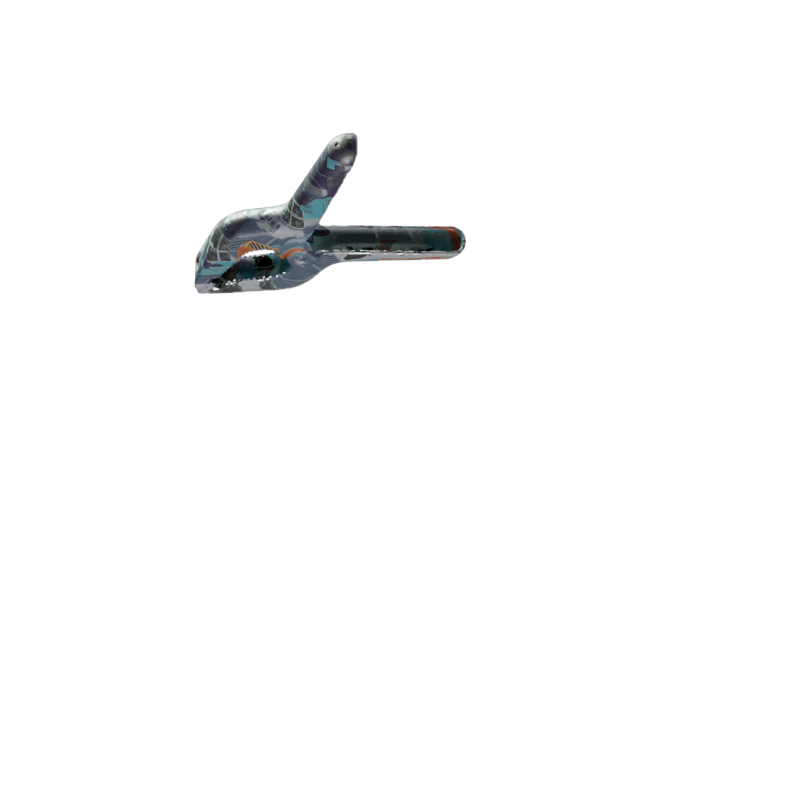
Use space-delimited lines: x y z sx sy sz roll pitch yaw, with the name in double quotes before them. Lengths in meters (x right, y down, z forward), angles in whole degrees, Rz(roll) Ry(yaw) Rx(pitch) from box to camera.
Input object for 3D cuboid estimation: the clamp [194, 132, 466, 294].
"clamp" -0.066 -0.121 0.845 0.211 0.039 0.153 -20 -33 34
